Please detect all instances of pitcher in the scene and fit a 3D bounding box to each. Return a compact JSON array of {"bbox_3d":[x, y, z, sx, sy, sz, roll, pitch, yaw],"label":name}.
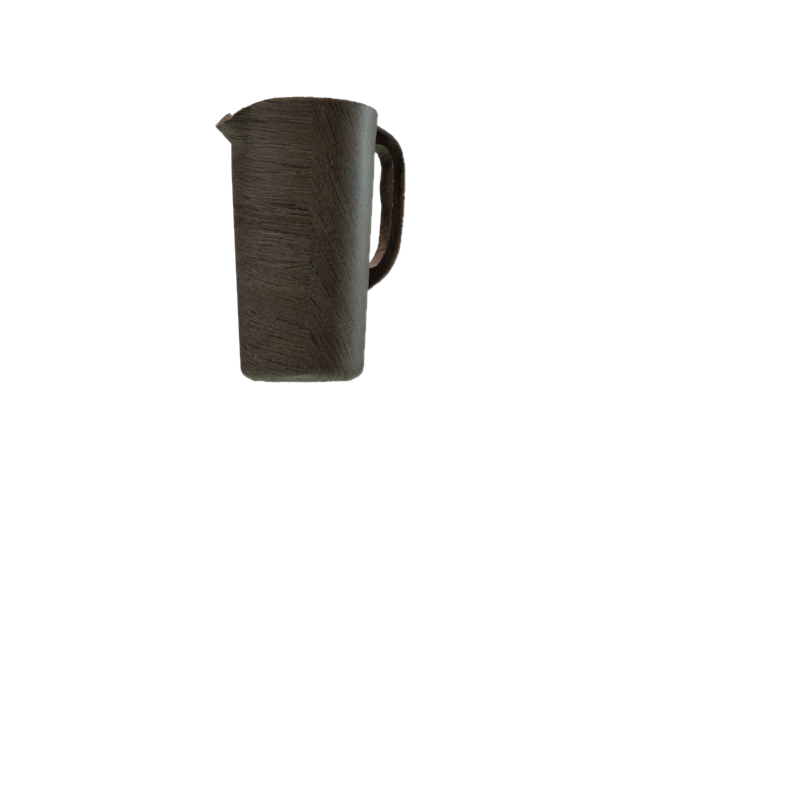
[{"bbox_3d":[-0.077,-0.140,0.979,0.151,0.245,0.142,-1,-3,10],"label":"pitcher"}]
